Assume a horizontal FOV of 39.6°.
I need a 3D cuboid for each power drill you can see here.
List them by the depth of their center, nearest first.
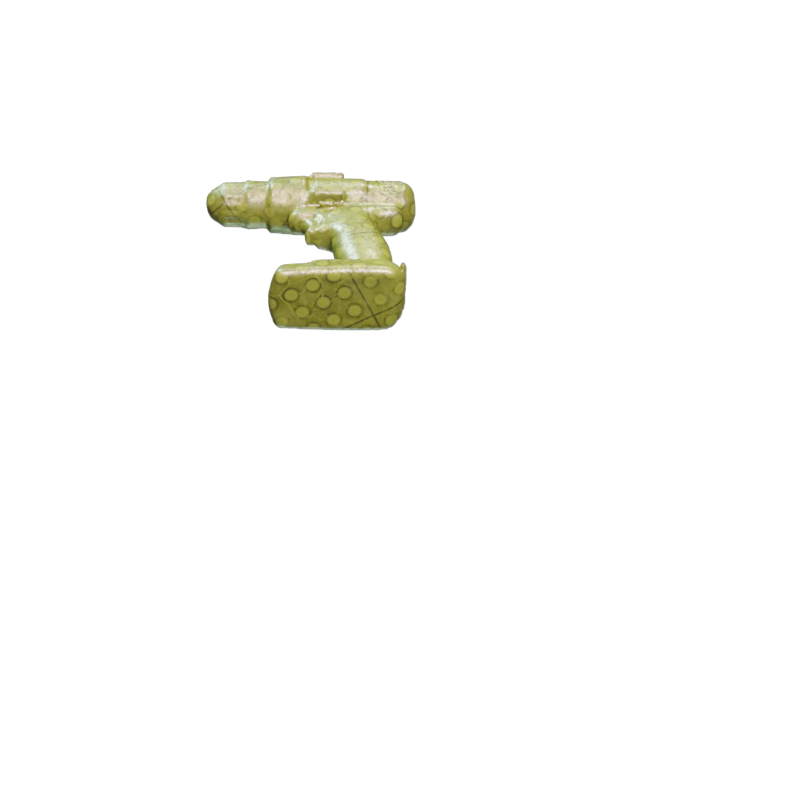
[{"bbox_3d":[-0.072,-0.131,0.920,0.184,0.054,0.201,-2,36,-3],"label":"power drill"}]
